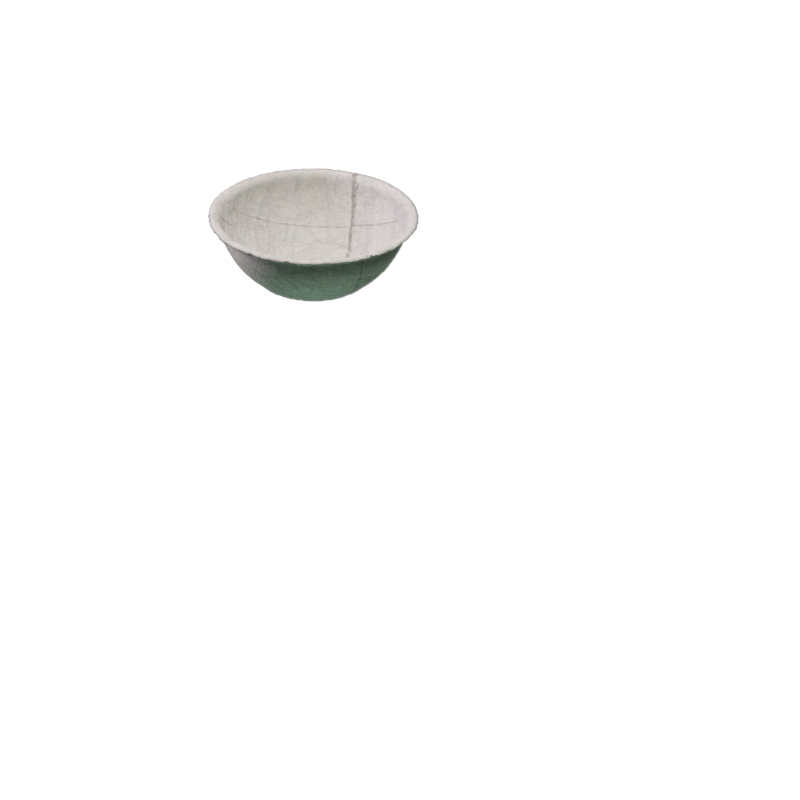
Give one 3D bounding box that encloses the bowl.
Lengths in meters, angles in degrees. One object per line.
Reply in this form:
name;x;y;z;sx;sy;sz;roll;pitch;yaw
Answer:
bowl;-0.068;-0.123;0.863;0.162;0.052;0.173;-1;34;-2
